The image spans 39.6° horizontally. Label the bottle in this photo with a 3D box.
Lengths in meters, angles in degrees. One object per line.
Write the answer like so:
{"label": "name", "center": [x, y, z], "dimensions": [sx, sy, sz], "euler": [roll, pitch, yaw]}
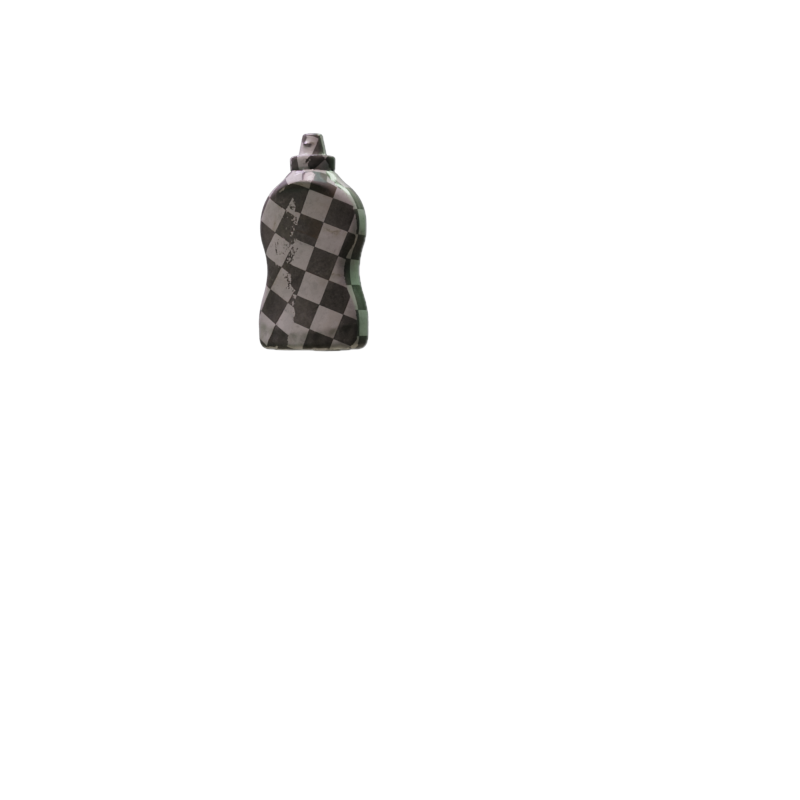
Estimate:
{"label": "bottle", "center": [-0.077, -0.141, 0.984], "dimensions": [0.099, 0.193, 0.056], "euler": [-1, -3, 24]}
